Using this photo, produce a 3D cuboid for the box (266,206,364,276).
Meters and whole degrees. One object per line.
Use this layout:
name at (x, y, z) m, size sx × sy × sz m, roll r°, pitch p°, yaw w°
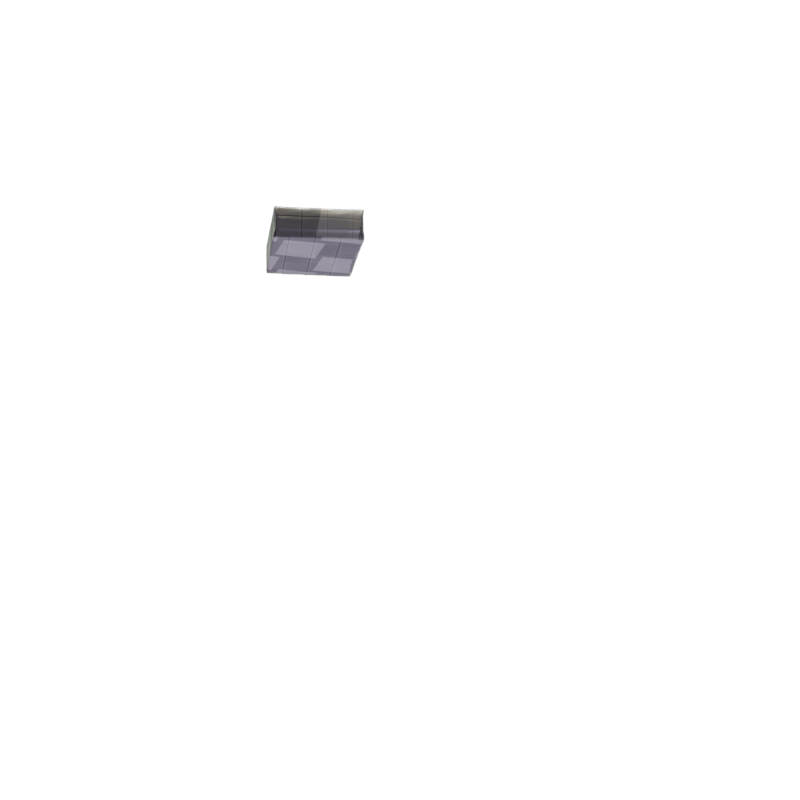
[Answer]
box at (-0.071, -0.130, 0.911) m, size 0.072 × 0.031 × 0.086 m, roll 2°, pitch -15°, yaw -8°
